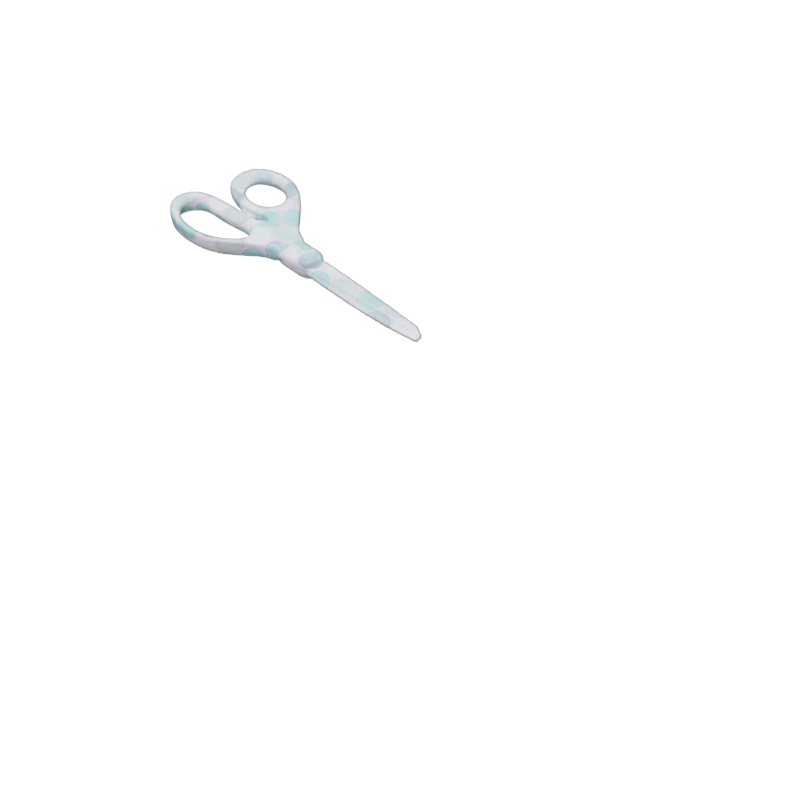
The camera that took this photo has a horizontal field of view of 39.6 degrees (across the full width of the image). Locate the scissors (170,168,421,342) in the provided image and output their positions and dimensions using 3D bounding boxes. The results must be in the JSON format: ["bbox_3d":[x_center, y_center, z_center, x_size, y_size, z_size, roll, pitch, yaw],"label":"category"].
[{"bbox_3d":[-0.056,-0.103,0.720,0.211,0.015,0.099,23,48,22],"label":"scissors"}]
